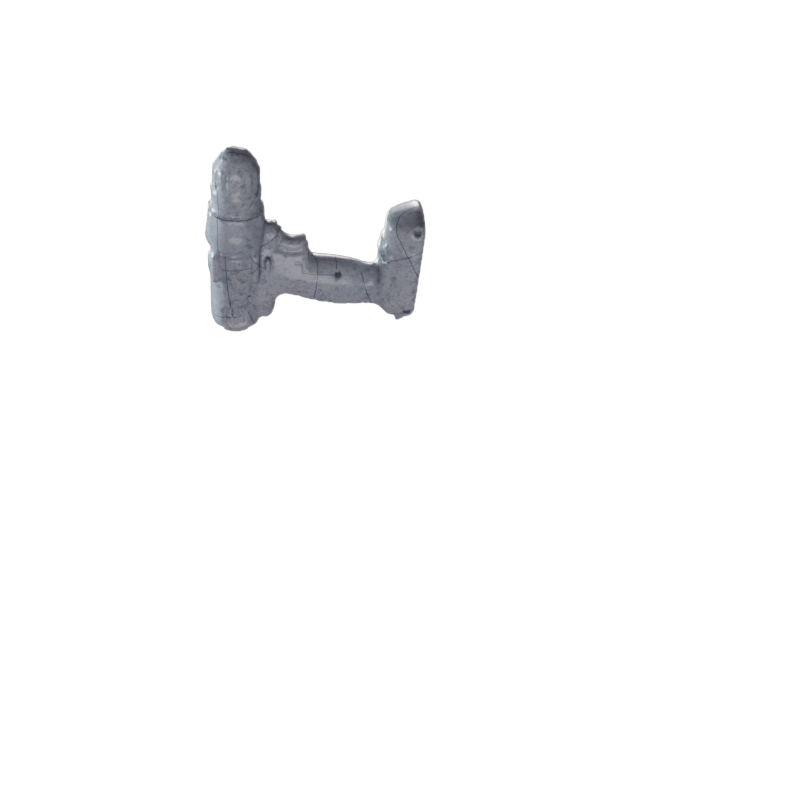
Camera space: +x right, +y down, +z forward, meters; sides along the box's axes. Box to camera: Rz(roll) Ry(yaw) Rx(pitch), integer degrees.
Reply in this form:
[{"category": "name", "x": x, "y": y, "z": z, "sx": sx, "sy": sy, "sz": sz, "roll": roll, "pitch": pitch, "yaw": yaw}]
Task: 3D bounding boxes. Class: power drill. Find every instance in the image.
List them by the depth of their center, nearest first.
[{"category": "power drill", "x": -0.076, "y": -0.138, "z": 0.966, "sx": 0.187, "sy": 0.172, "sz": 0.062, "roll": 3, "pitch": 41, "yaw": -3}]
